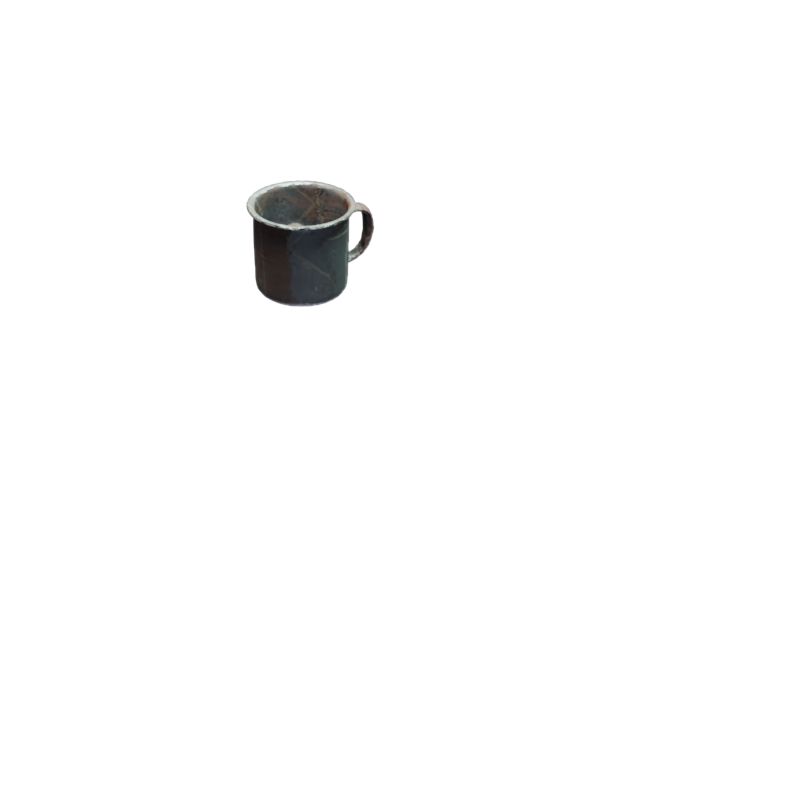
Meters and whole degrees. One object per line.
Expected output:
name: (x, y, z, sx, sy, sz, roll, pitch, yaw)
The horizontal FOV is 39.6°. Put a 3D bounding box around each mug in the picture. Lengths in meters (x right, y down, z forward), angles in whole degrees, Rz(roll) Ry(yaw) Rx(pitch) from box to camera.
mug: (-0.075, -0.138, 0.964, 0.115, 0.077, 0.100, -19, 37, -27)
